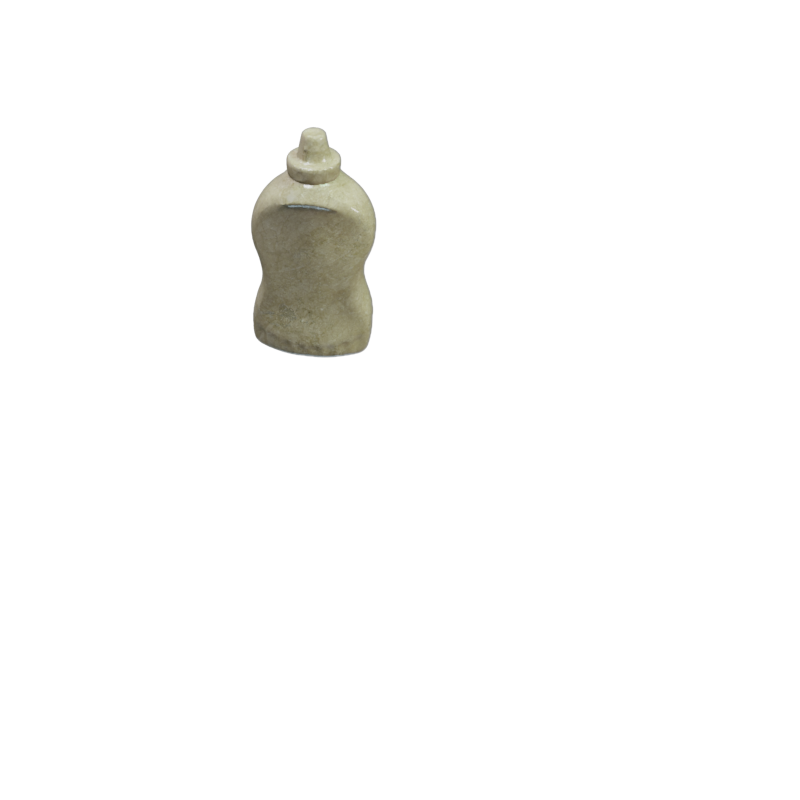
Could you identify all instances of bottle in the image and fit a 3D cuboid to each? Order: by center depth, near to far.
[{"bbox_3d":[-0.068,-0.124,0.865,0.097,0.179,0.062,8,37,7],"label":"bottle"}]
